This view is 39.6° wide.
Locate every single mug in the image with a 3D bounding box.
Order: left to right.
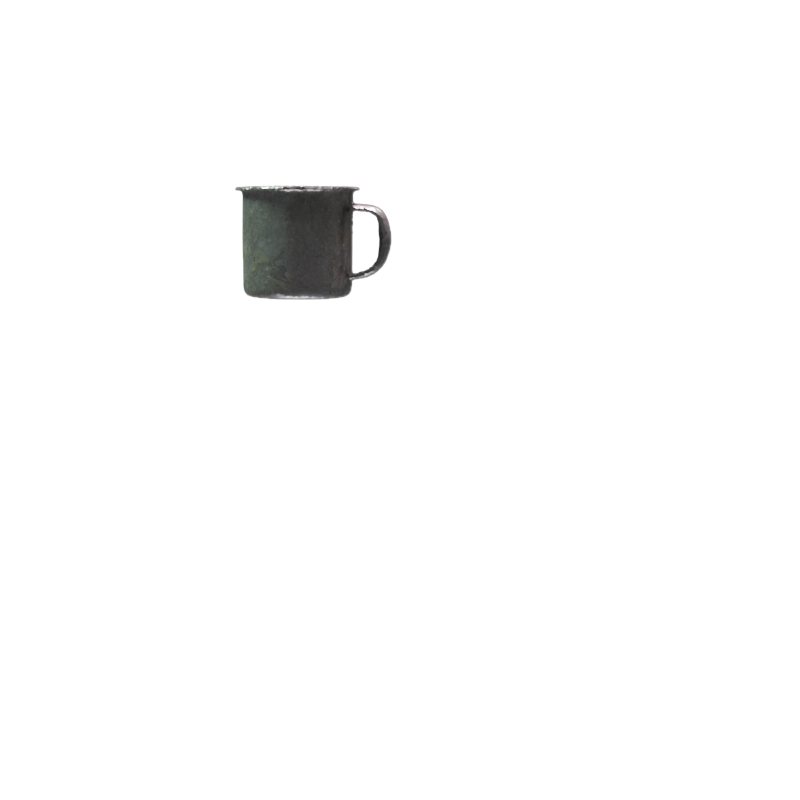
[{"bbox_3d":[-0.064,-0.118,0.823,0.119,0.081,0.093,1,6,10],"label":"mug"}]
